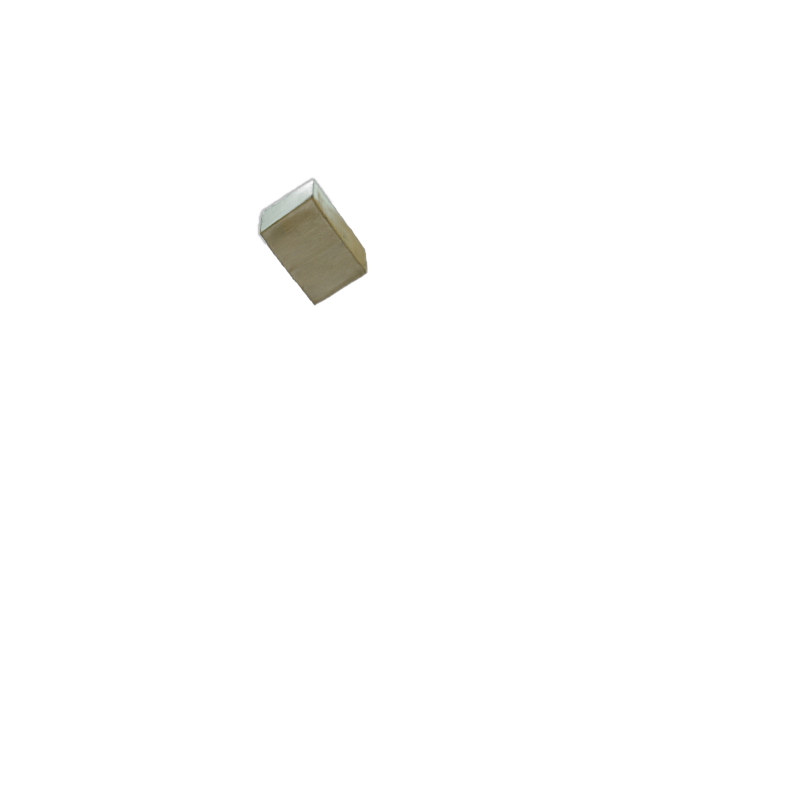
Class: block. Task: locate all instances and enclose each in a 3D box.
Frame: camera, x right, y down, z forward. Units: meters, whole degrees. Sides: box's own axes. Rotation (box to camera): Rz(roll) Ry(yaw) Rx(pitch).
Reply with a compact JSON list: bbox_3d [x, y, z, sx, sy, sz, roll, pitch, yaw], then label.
[{"bbox_3d":[-0.069,-0.125,0.876,0.053,0.074,0.054,-32,21,12],"label":"block"}]
